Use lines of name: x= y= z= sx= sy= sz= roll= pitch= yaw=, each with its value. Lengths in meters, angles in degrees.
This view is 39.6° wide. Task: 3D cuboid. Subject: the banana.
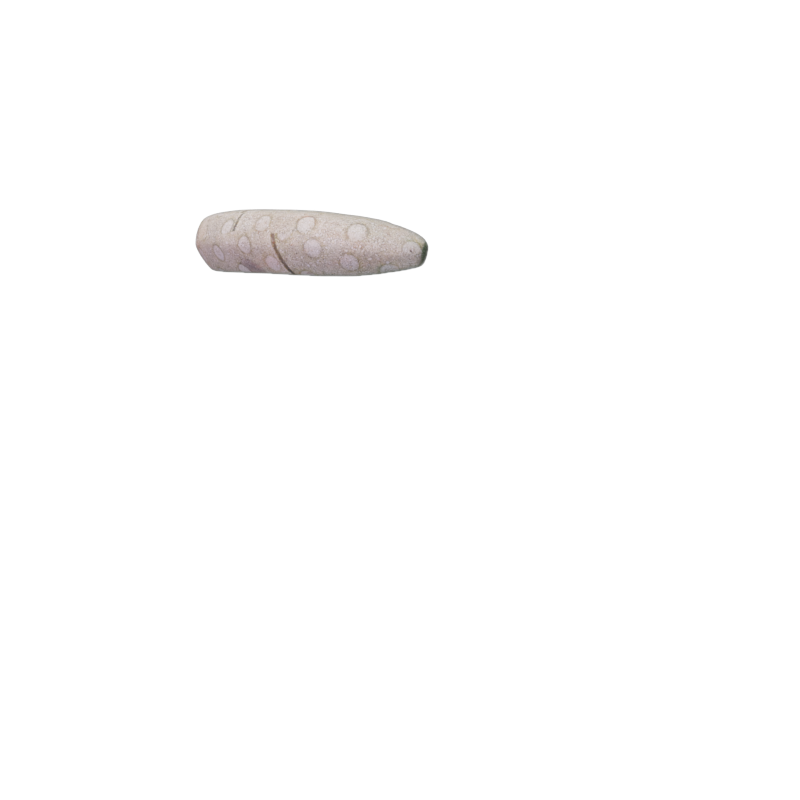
banana: x=-0.067 y=-0.090 z=0.629 sx=0.067 sy=0.036 sz=0.206 roll=-4 pitch=9 yaw=-33
